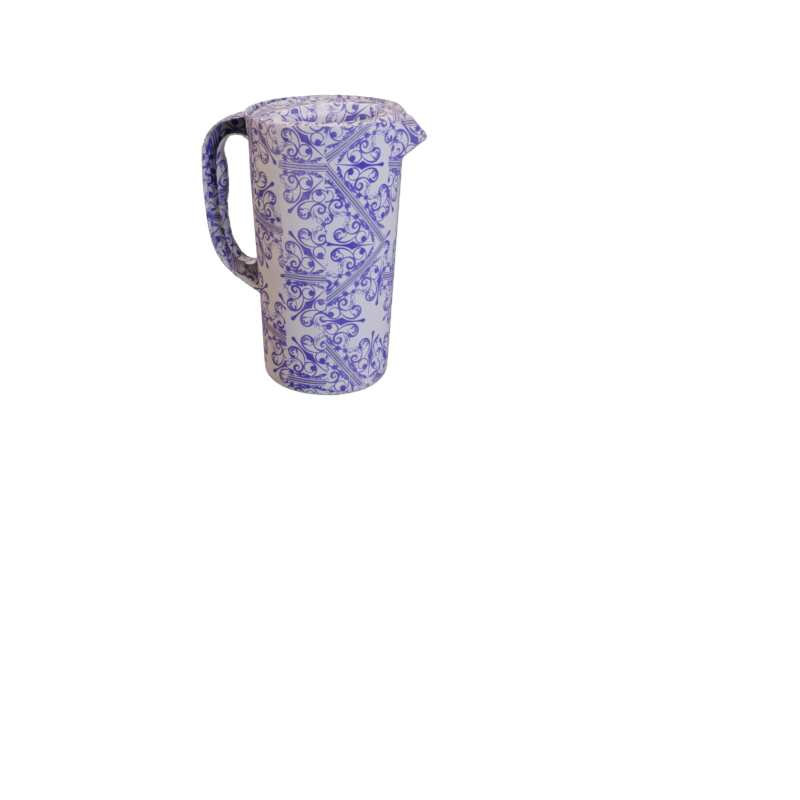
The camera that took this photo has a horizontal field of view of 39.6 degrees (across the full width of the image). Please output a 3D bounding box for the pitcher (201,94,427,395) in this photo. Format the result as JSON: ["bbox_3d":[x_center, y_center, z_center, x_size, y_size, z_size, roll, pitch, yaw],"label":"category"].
[{"bbox_3d":[-0.074,-0.134,0.941,0.142,0.233,0.159,-13,24,-33],"label":"pitcher"}]
